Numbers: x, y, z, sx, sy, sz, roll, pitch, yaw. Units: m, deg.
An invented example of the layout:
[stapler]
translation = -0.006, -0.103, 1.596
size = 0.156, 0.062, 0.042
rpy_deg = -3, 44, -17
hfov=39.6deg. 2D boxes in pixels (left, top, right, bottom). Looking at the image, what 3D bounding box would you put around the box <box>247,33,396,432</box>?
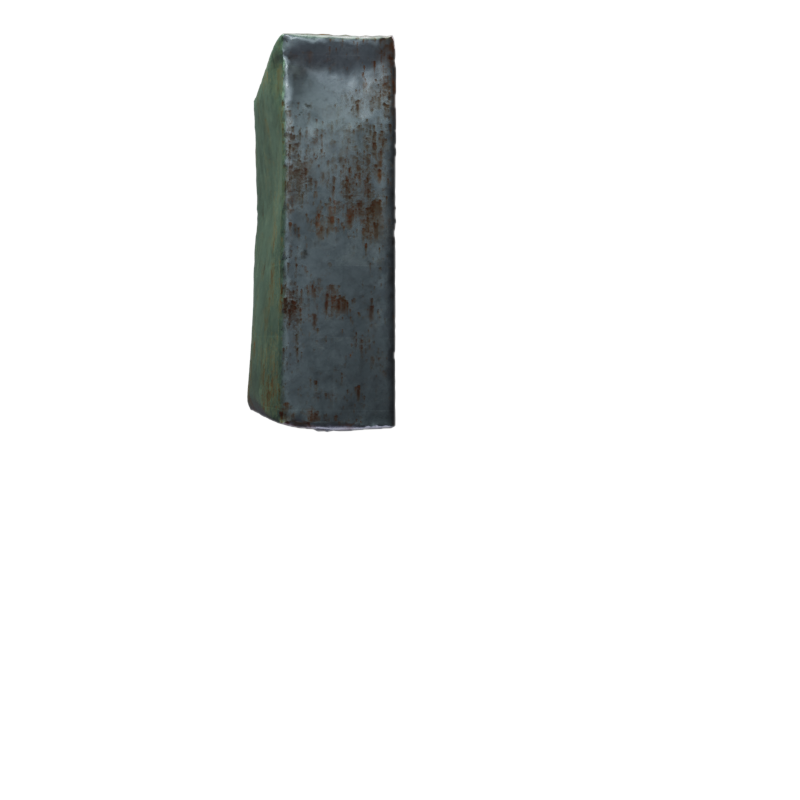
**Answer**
[box]
translation = -0.052, -0.095, 0.664
size = 0.071, 0.216, 0.165
rpy_deg = 1, -2, -12
